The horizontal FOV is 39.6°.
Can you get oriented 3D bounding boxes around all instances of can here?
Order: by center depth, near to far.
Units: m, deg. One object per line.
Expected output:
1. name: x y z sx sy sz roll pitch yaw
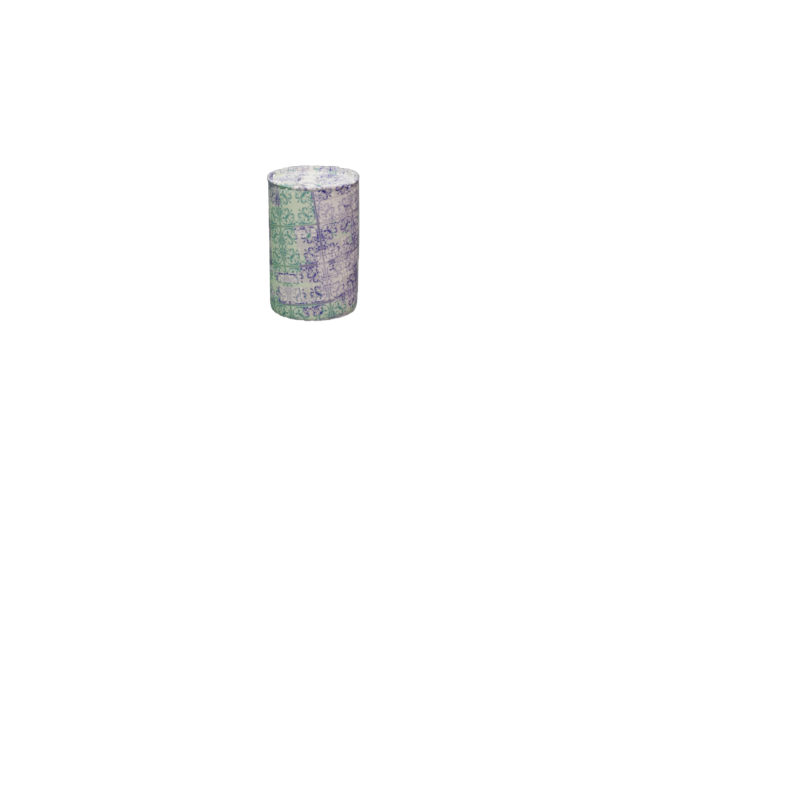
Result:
1. can: -0.064 -0.118 0.824 0.068 0.098 0.072 0 20 -2
